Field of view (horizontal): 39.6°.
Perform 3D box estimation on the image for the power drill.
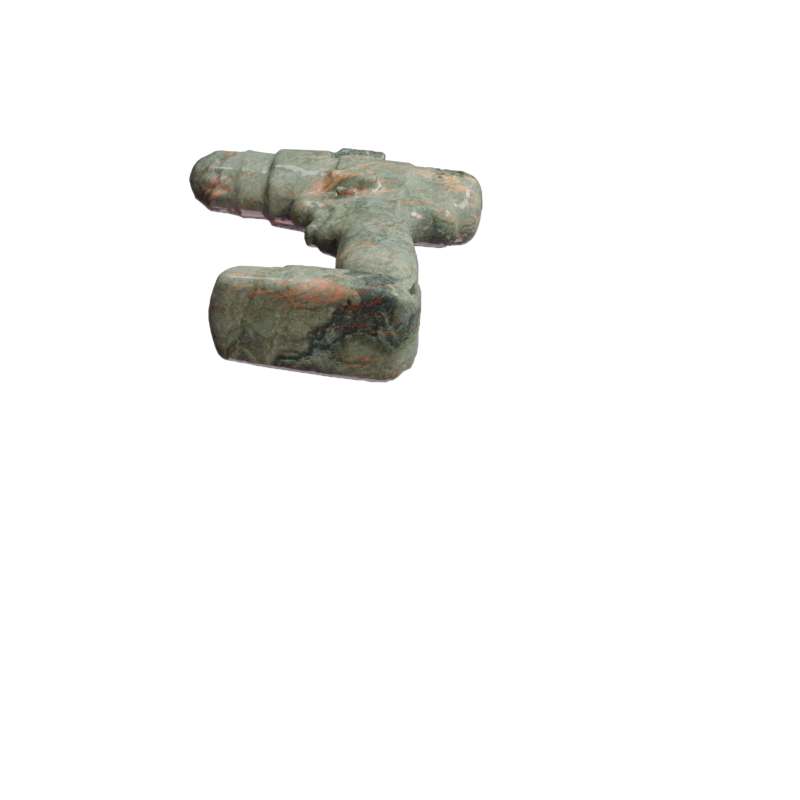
[{"bbox_3d":[-0.050,-0.090,0.633,0.187,0.054,0.197,5,35,7],"label":"power drill"}]
